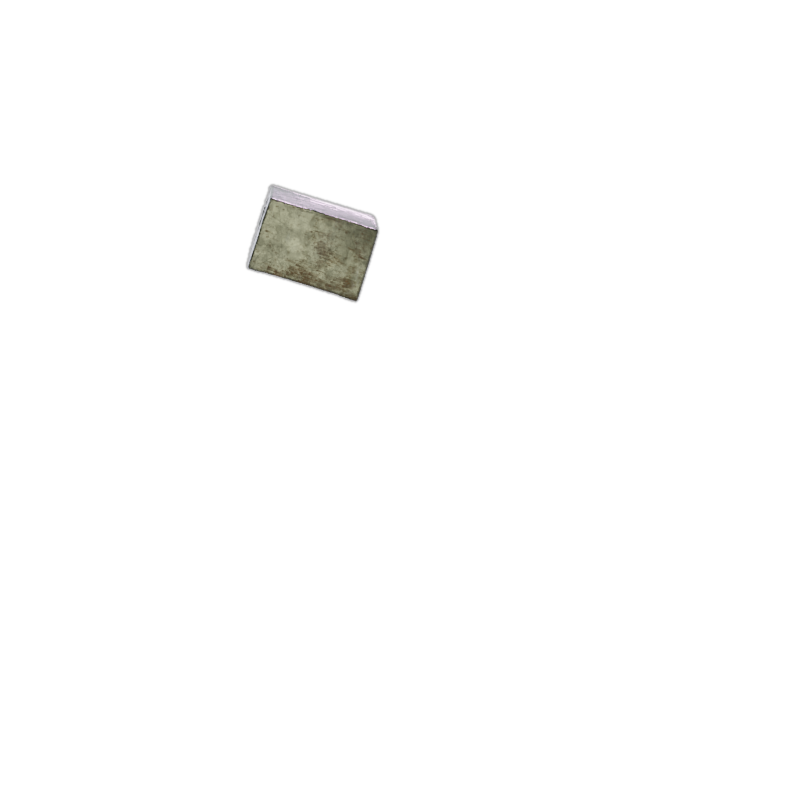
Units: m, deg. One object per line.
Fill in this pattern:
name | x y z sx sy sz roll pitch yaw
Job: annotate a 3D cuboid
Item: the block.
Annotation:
block | -0.059 -0.107 0.753 0.077 0.051 0.053 17 15 -6
